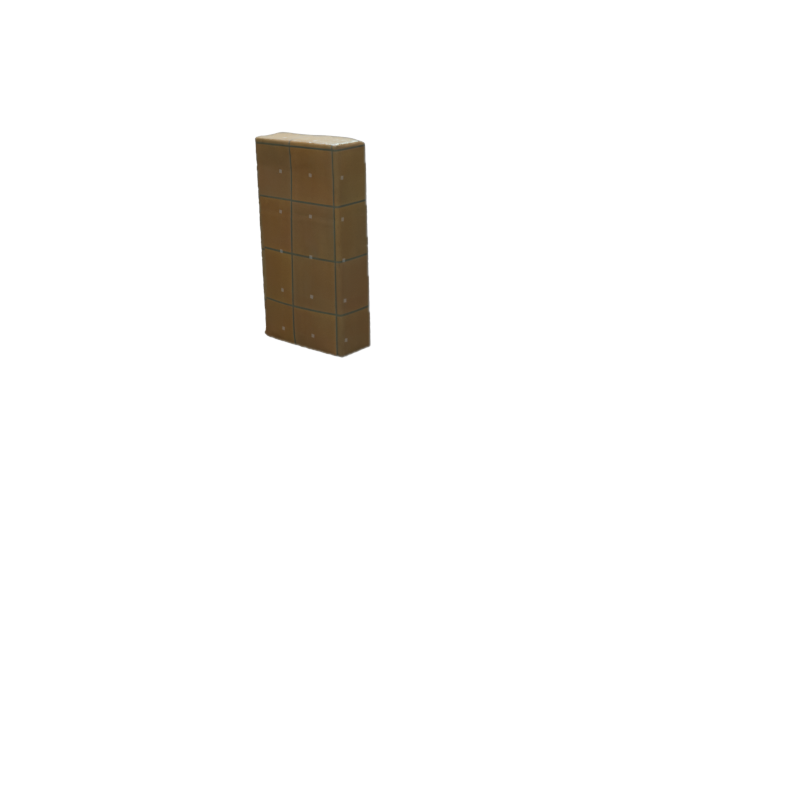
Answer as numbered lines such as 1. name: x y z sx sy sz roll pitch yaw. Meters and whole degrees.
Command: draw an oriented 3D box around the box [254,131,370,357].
1. box: -0.072 -0.132 0.924 0.098 0.171 0.047 13 18 39
